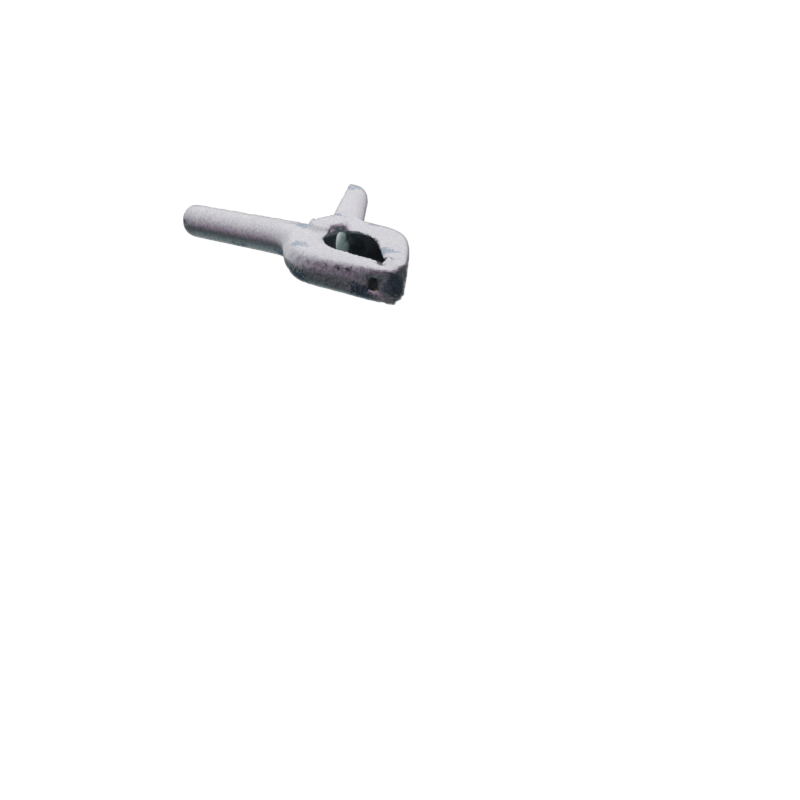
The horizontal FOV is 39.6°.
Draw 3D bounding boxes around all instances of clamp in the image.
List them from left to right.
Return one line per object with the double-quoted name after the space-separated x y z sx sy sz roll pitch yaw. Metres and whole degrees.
-0.066 -0.121 0.846 0.161 0.035 0.225 -10 28 -20 "clamp"
